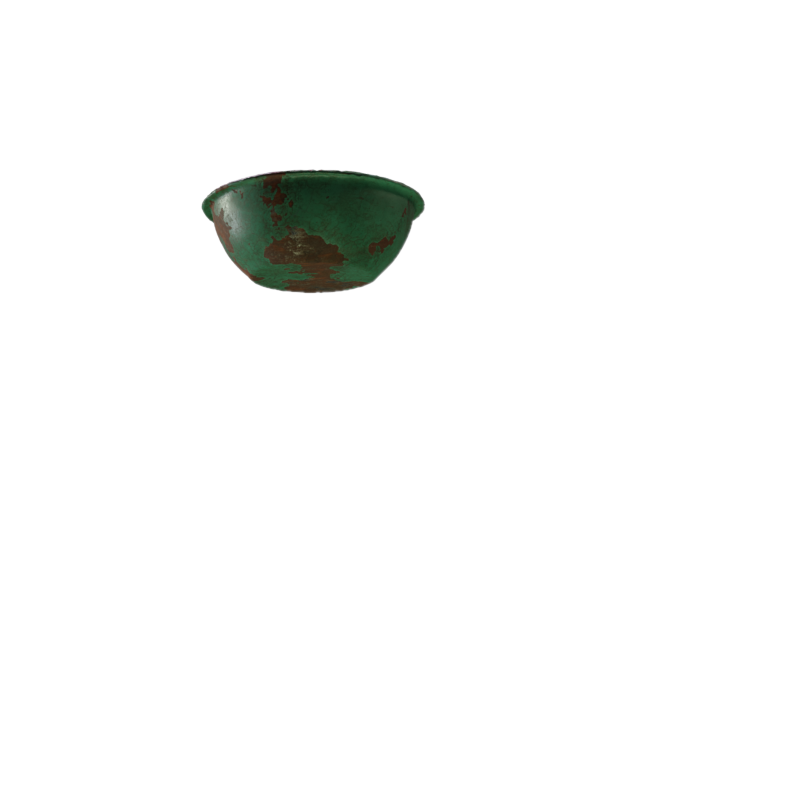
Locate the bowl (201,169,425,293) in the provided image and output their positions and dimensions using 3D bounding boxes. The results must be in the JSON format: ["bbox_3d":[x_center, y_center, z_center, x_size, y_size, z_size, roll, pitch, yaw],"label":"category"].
[{"bbox_3d":[-0.063,-0.114,0.799,0.162,0.057,0.157,0,-9,-2],"label":"bowl"}]
